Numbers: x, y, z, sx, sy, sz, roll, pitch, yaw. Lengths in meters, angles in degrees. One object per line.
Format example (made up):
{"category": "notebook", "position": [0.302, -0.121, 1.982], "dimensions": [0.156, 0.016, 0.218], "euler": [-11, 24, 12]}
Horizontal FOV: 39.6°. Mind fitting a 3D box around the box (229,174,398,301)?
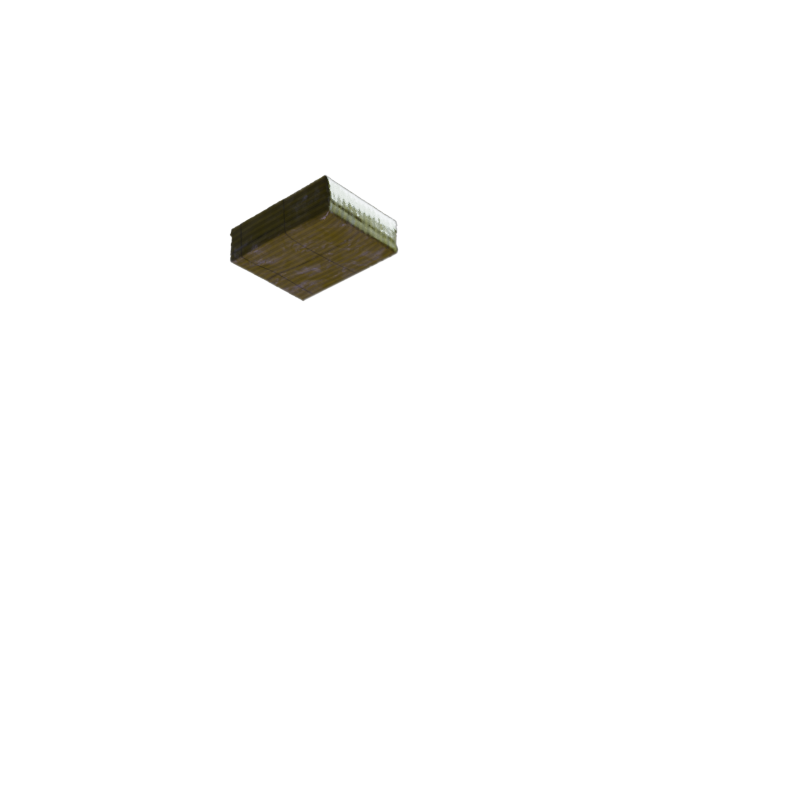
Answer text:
{"category": "box", "position": [-0.072, -0.132, 0.922], "dimensions": [0.114, 0.041, 0.084], "euler": [-21, -33, 35]}
